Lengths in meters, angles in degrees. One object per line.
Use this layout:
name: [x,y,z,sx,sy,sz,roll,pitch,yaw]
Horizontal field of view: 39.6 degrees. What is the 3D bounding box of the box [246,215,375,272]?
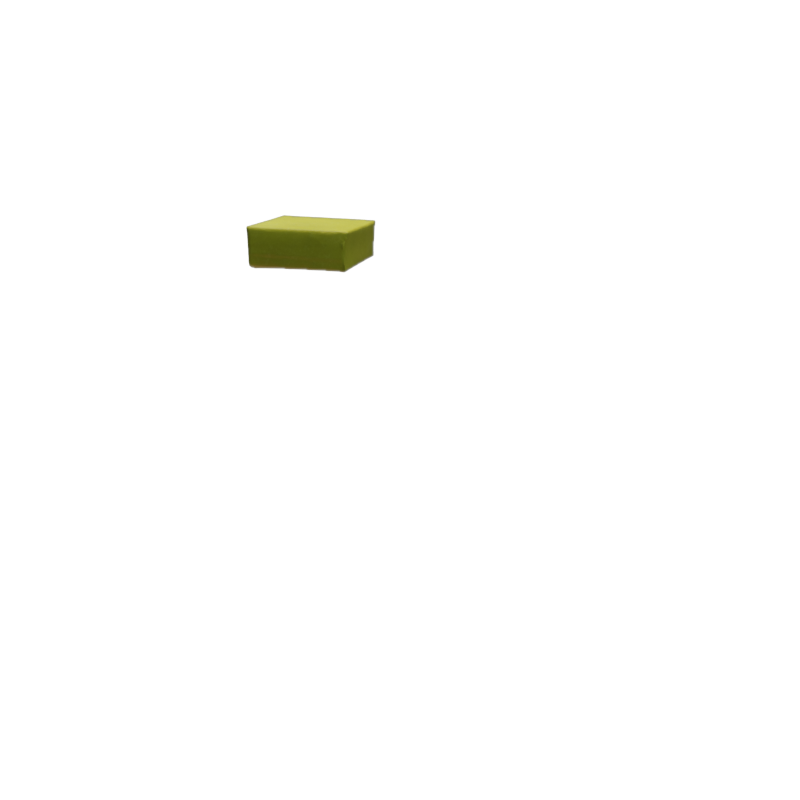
box: [-0.077,-0.140,0.981,0.092,0.038,0.115,3,16,12]
